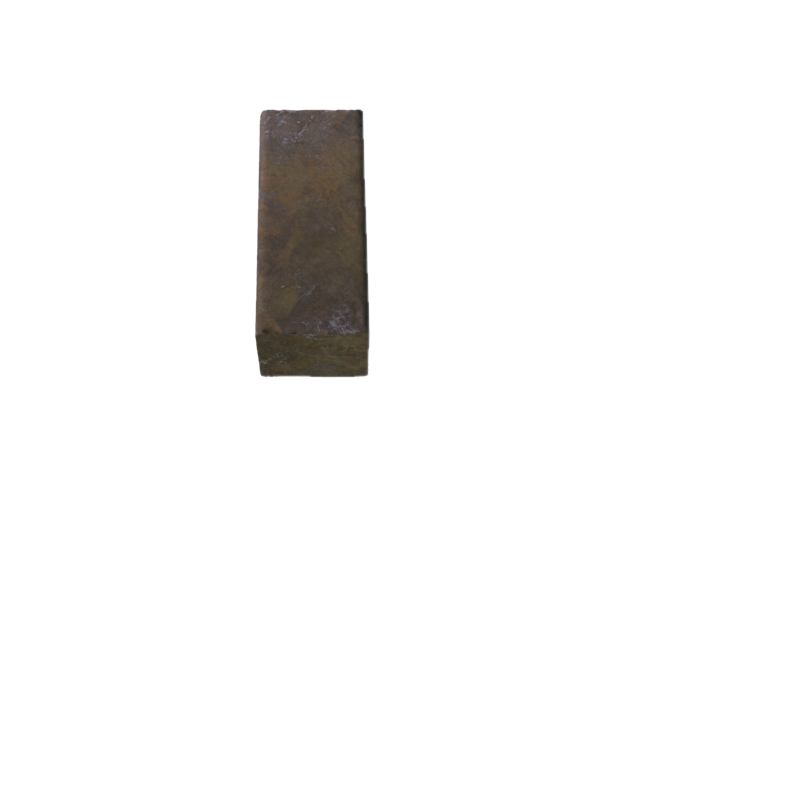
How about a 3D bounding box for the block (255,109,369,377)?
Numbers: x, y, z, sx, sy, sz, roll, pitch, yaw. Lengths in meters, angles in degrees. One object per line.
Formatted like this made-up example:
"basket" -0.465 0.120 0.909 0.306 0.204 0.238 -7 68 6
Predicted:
"block" -0.073 -0.131 0.922 0.090 0.218 0.086 -1 -26 -2
